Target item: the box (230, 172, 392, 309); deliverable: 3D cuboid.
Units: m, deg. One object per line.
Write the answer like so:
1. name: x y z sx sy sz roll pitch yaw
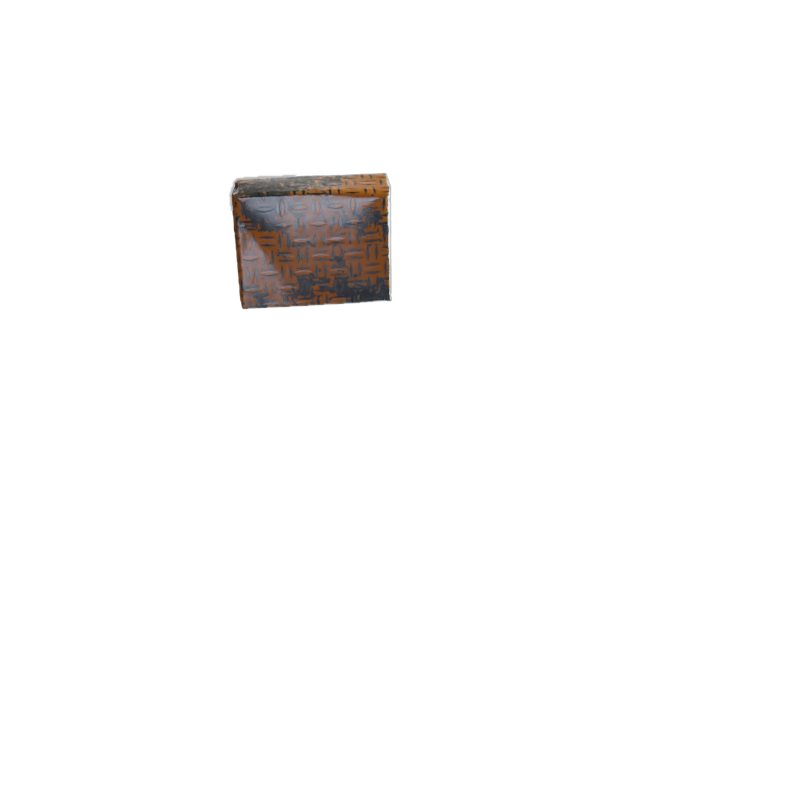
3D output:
1. box: -0.063 -0.115 0.802 0.113 0.085 0.041 -1 26 0
